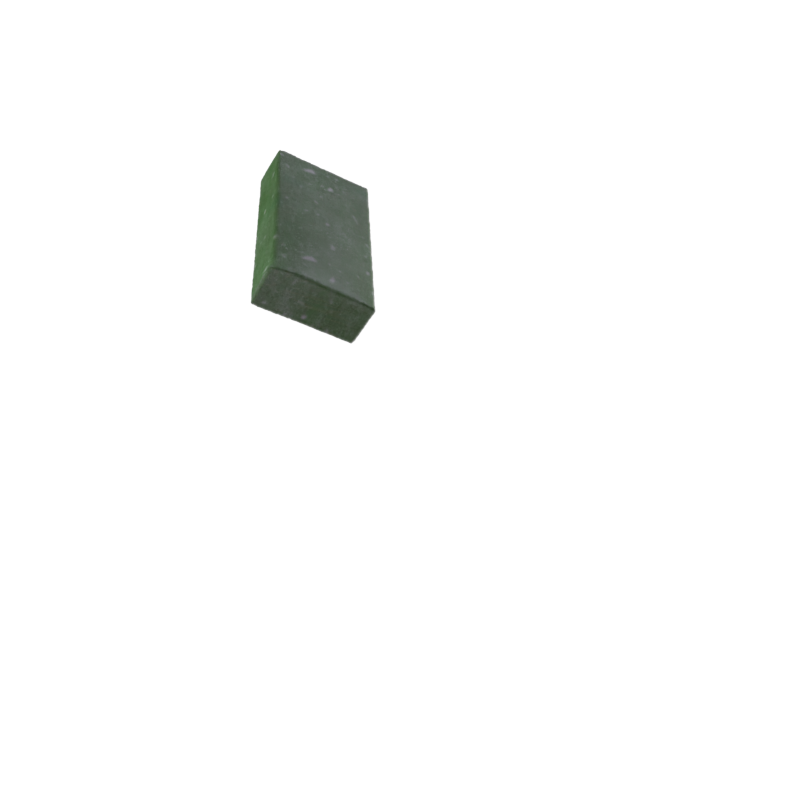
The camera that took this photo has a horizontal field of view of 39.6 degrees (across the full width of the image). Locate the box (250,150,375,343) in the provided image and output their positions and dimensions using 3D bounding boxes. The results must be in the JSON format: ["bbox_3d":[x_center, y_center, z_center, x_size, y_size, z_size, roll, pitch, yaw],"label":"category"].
[{"bbox_3d":[-0.073,-0.132,0.926,0.090,0.046,0.189,21,34,-19],"label":"box"}]
